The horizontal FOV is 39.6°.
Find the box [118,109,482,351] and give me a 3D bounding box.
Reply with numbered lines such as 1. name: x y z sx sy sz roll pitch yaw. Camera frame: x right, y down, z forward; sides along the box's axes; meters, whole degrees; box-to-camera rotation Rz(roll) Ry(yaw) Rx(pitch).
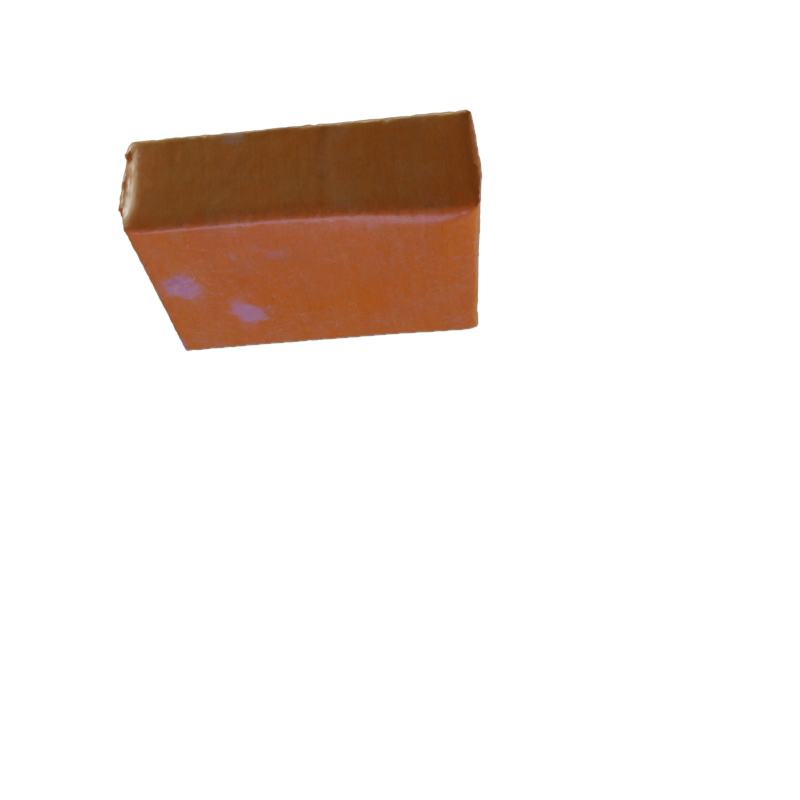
1. box: -0.030 -0.054 0.379 0.114 0.041 0.084 -2 -24 4
